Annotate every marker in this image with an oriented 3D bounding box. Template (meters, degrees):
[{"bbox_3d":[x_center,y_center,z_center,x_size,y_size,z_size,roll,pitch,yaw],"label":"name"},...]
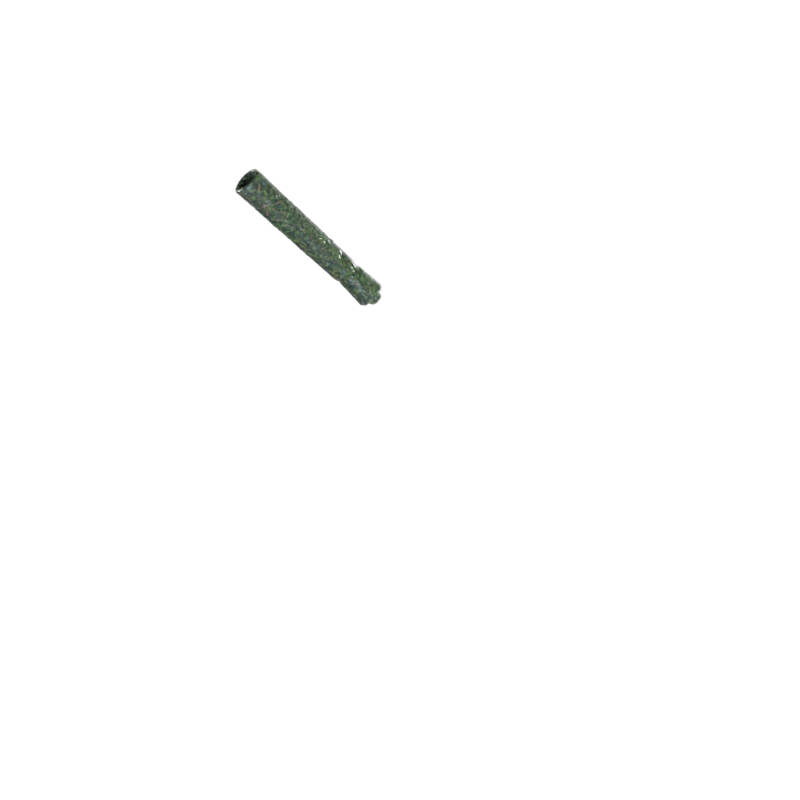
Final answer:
[{"bbox_3d":[-0.054,-0.099,0.692,0.114,0.020,0.020,41,-18,-26],"label":"marker"}]
